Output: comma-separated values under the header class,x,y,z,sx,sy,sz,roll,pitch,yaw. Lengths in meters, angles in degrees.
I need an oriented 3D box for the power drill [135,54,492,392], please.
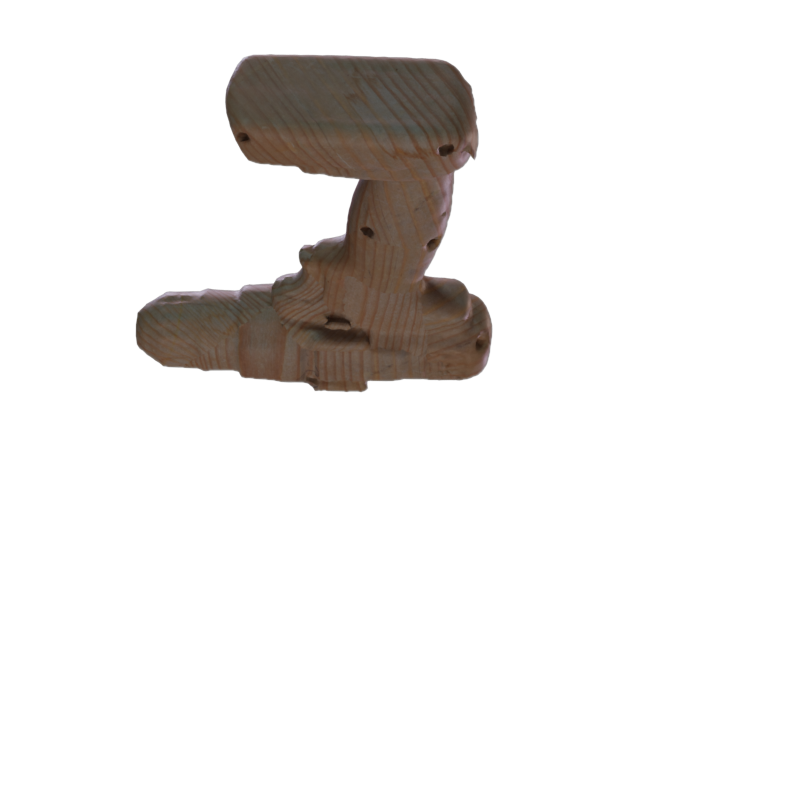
class,x,y,z,sx,sy,sz,roll,pitch,yaw
power drill,-0.041,-0.075,0.528,0.184,0.062,0.175,1,-38,-2
